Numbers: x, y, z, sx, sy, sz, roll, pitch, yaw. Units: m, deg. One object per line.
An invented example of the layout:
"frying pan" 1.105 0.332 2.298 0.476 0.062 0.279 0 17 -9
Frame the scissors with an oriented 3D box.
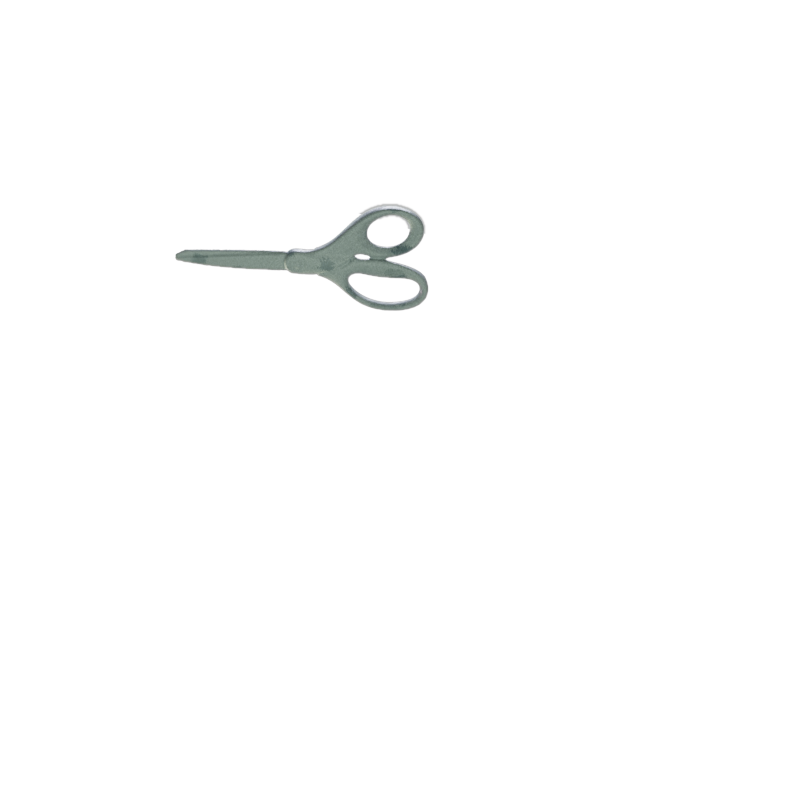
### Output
"scissors" -0.069 -0.125 0.878 0.199 0.093 0.016 17 20 -6
